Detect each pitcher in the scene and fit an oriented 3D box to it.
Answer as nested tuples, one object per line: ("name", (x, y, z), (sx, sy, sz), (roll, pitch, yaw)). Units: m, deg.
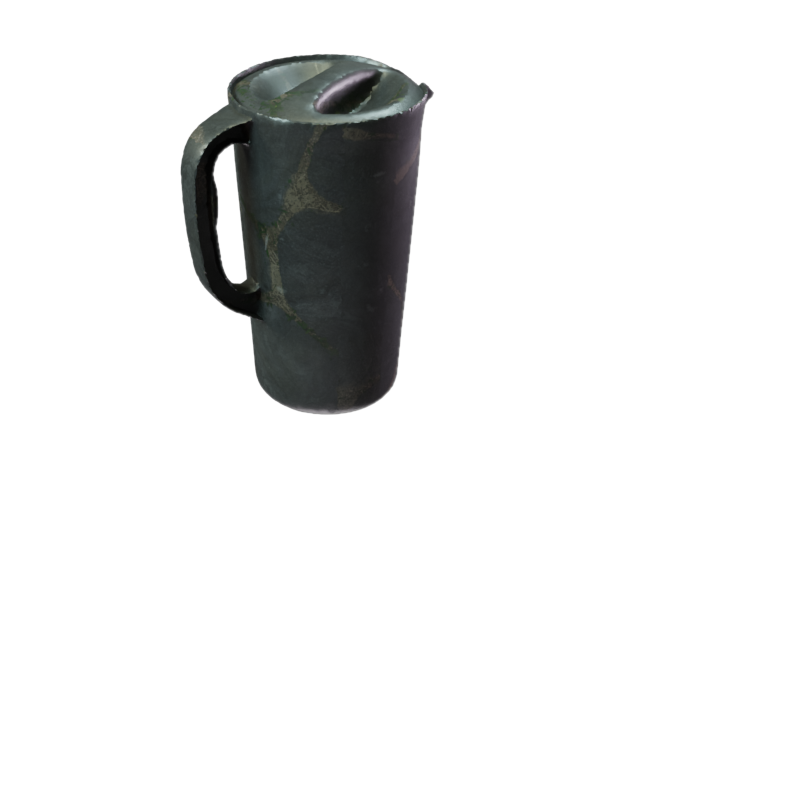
("pitcher", (-0.061, -0.112, 0.784), (0.151, 0.229, 0.152), (7, 31, 8))
